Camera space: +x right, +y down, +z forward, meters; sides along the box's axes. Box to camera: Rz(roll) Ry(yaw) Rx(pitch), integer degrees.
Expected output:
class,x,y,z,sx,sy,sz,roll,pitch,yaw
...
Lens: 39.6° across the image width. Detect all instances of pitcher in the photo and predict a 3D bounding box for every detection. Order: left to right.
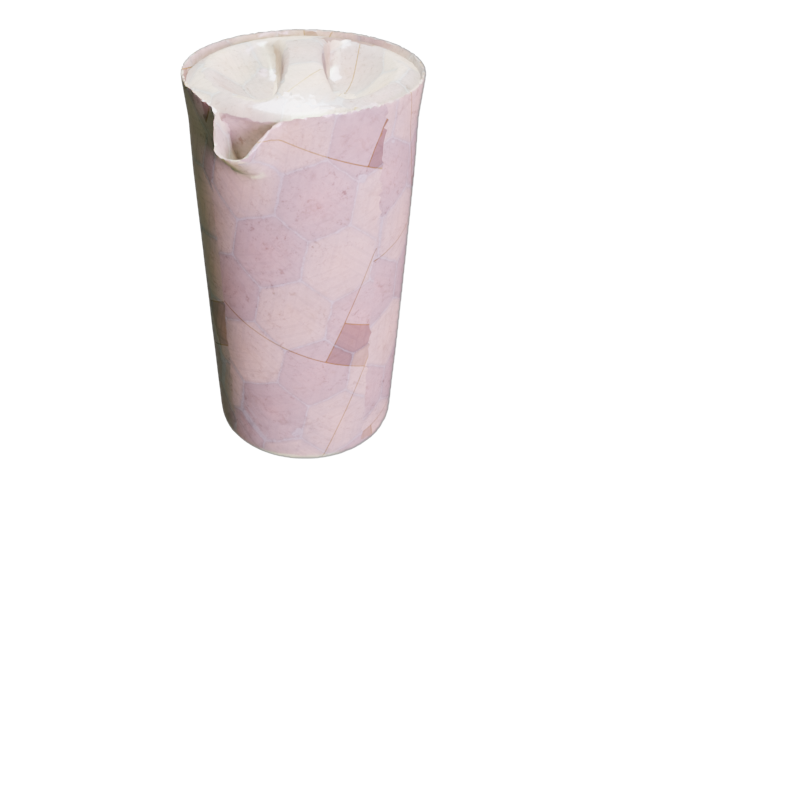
class,x,y,z,sx,sy,sz,roll,pitch,yaw
pitcher,-0.052,-0.095,0.667,0.147,0.228,0.157,-11,36,-20
